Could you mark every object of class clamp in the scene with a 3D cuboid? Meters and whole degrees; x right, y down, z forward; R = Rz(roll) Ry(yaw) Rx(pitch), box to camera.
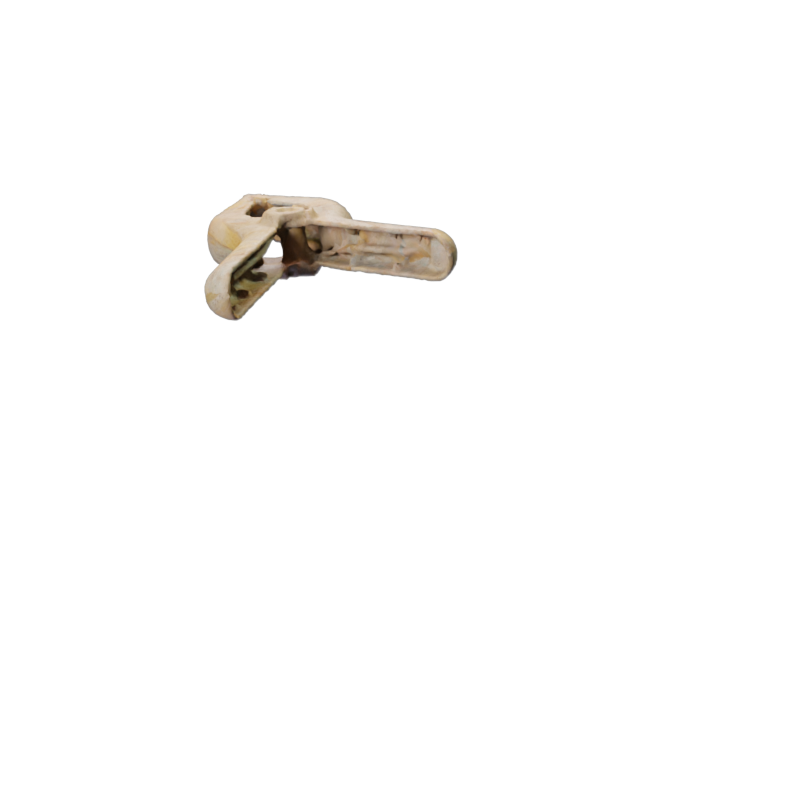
[{"bbox_3d":[-0.045,-0.082,0.575,0.119,0.038,0.181,-4,23,-10],"label":"clamp"}]
